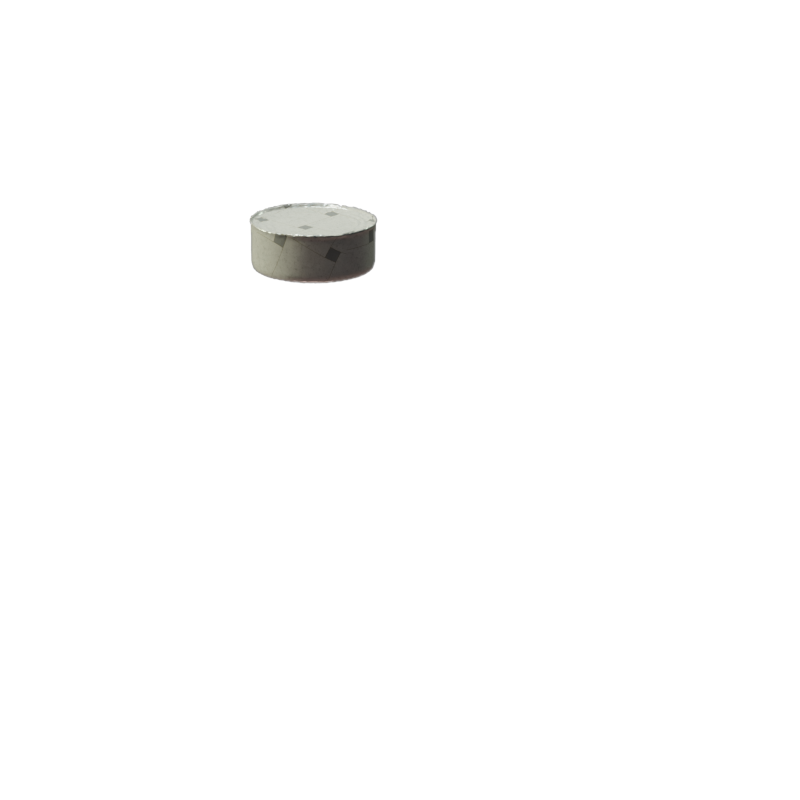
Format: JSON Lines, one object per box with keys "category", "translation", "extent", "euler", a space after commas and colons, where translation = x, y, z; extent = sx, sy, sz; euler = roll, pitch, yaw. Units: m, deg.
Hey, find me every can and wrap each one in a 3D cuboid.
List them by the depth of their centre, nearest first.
{"category": "can", "translation": [-0.059, -0.107, 0.749], "extent": [0.086, 0.032, 0.090], "euler": [-1, 23, -2]}
